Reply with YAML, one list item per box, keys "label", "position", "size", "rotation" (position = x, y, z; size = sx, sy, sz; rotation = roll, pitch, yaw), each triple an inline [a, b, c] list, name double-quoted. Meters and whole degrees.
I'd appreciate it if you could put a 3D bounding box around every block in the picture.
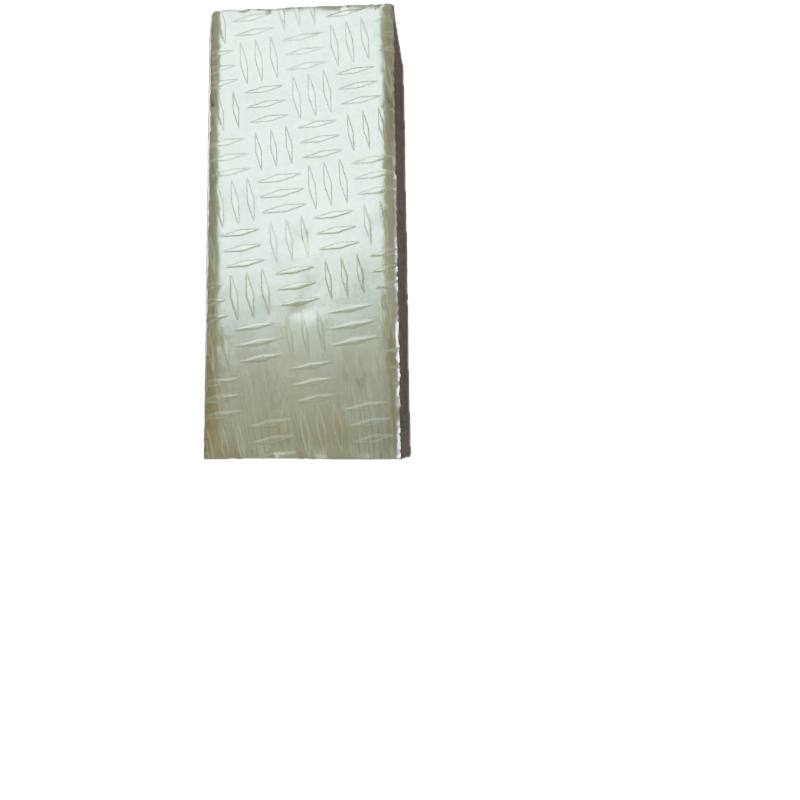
- label: "block"
  position: [-0.043, -0.077, 0.538]
  size: [0.091, 0.211, 0.088]
  rotation: [-1, -9, 4]
